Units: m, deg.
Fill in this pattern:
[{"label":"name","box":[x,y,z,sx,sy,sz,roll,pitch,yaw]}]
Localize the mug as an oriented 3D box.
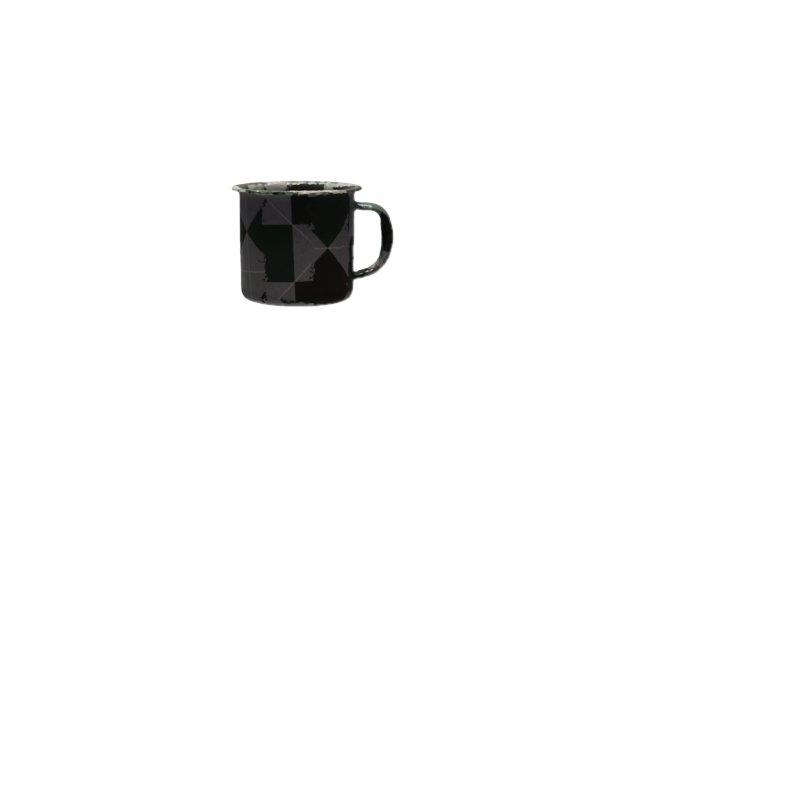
[{"label":"mug","box":[-0.063,-0.114,0.799,0.115,0.080,0.097,-3,13,-13]}]
